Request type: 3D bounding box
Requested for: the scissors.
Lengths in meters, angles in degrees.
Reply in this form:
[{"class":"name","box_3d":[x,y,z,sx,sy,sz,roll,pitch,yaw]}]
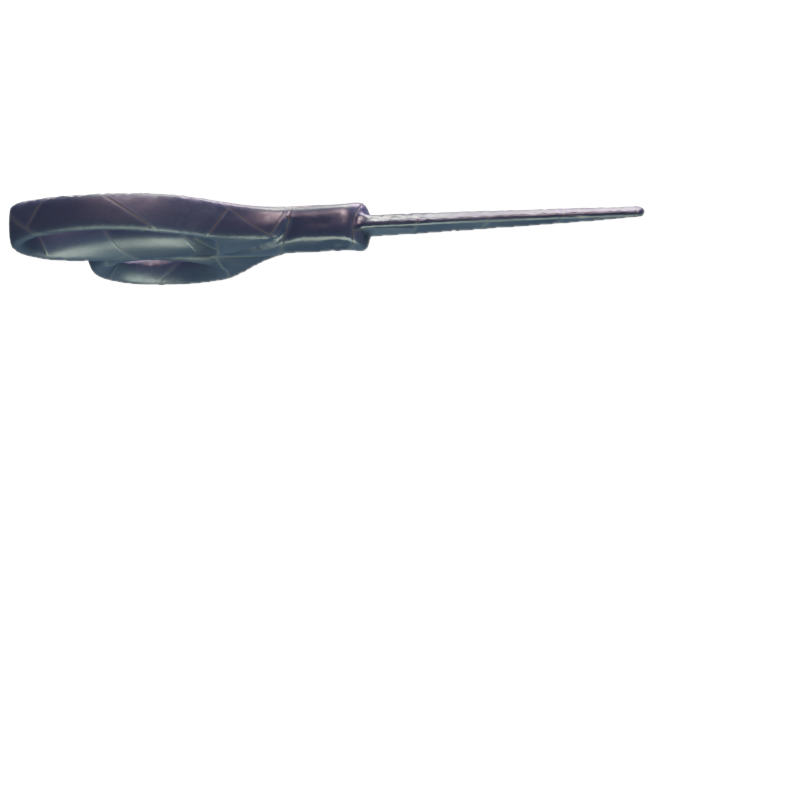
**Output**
[{"class":"scissors","box_3d":[-0.030,-0.055,0.384,0.200,0.016,0.094,0,-6,-4]}]
